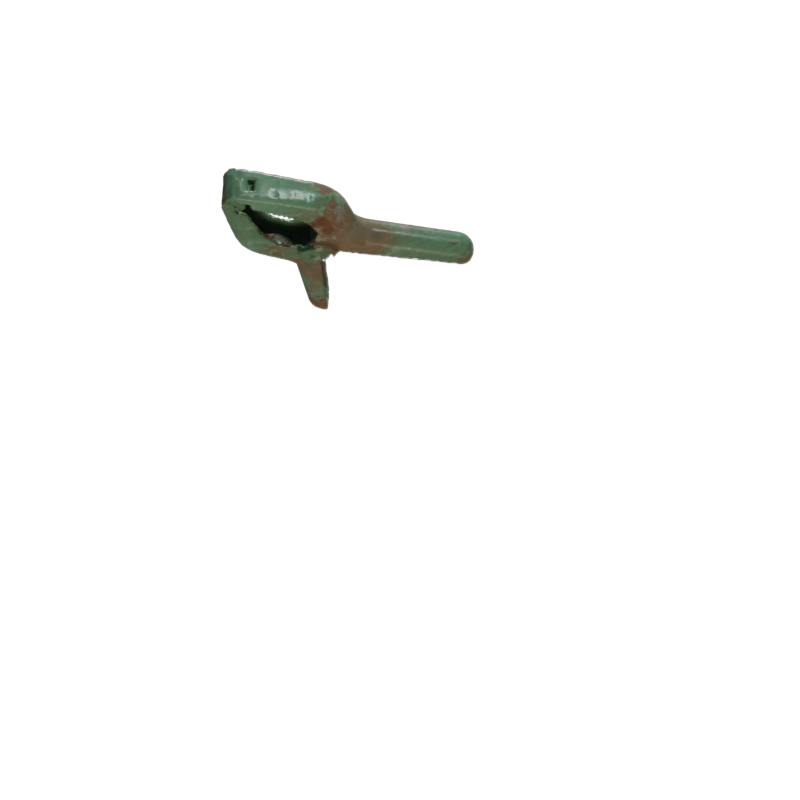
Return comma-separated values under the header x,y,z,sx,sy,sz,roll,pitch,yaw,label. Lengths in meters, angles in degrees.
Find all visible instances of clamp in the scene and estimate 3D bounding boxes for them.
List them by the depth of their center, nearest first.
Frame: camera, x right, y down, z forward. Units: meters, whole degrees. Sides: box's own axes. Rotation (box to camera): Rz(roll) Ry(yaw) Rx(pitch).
x,y,z,sx,sy,sz,roll,pitch,yaw,label
-0.069,-0.125,0.876,0.198,0.038,0.166,19,-28,-40,clamp
